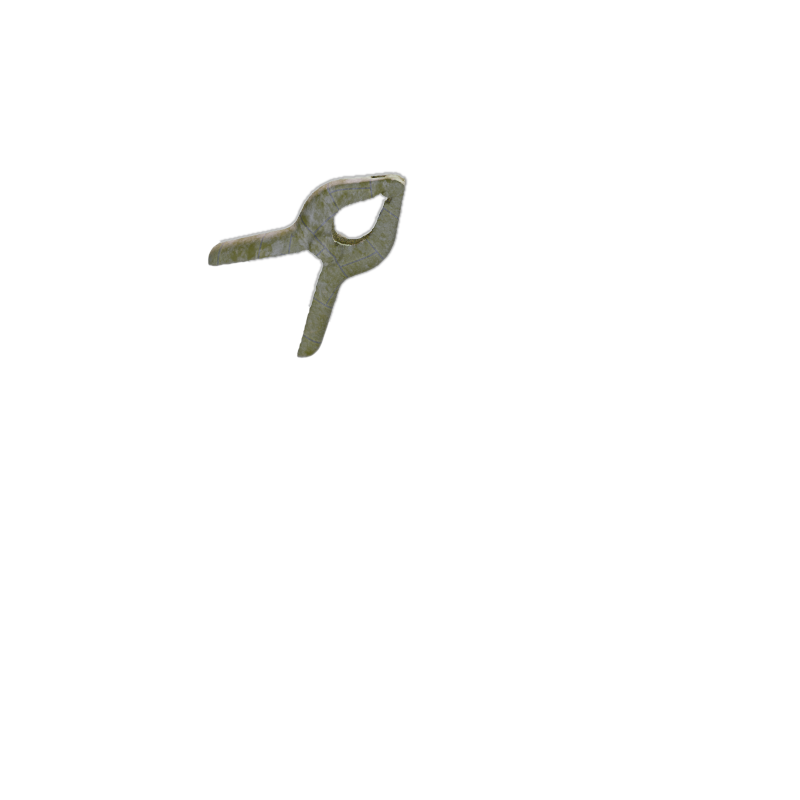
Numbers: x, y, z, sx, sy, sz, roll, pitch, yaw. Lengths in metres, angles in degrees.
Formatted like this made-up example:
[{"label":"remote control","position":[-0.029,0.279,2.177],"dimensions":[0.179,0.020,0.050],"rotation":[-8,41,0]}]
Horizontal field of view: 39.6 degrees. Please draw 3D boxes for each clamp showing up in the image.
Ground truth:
[{"label":"clamp","position":[-0.070,-0.128,0.895],"dimensions":[0.117,0.169,0.041],"rotation":[38,14,-12]}]
